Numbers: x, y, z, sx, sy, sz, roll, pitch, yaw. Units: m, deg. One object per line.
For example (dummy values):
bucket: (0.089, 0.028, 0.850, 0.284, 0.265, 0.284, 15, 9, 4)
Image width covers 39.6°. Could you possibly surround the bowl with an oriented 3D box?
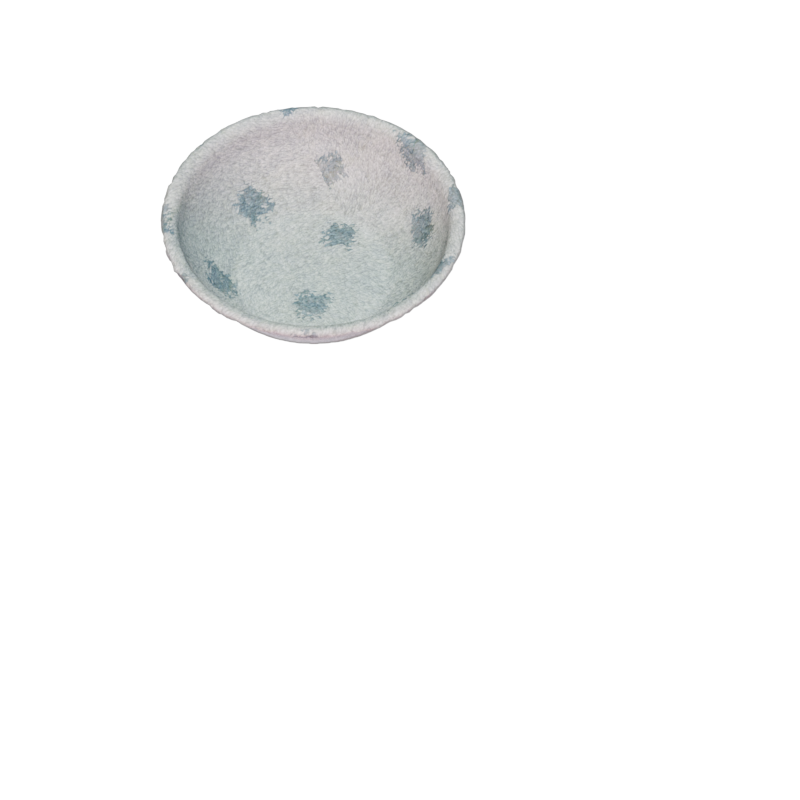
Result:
bowl: (-0.048, -0.087, 0.609, 0.162, 0.174, 0.051, -1, -36, -1)
